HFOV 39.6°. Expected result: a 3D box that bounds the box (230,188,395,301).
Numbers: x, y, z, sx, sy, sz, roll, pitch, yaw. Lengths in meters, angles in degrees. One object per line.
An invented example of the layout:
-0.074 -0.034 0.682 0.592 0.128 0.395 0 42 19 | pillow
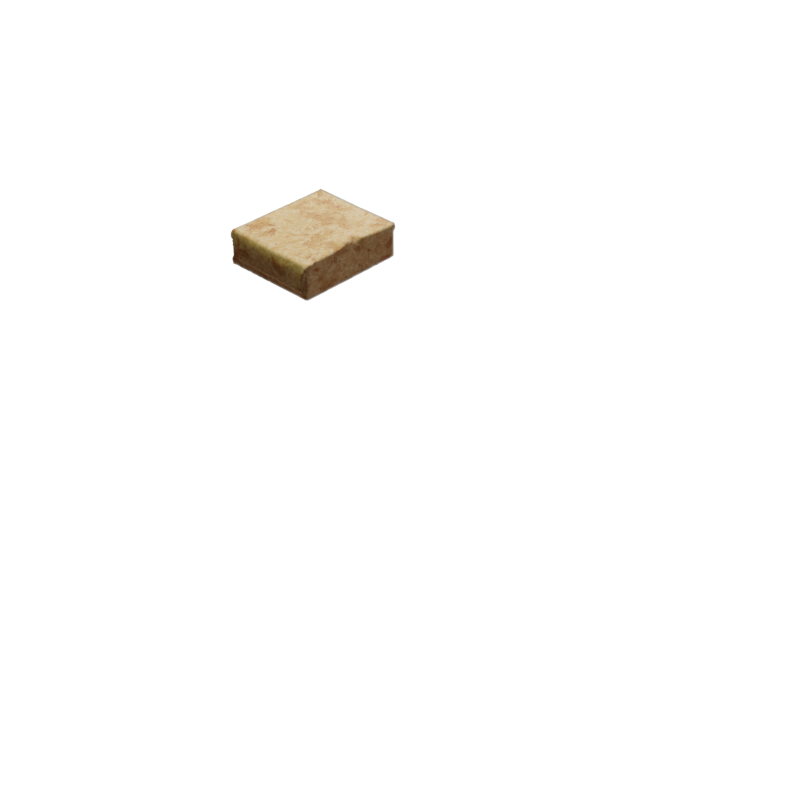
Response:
-0.059 -0.108 0.758 0.078 0.028 0.089 29 44 34 | box
